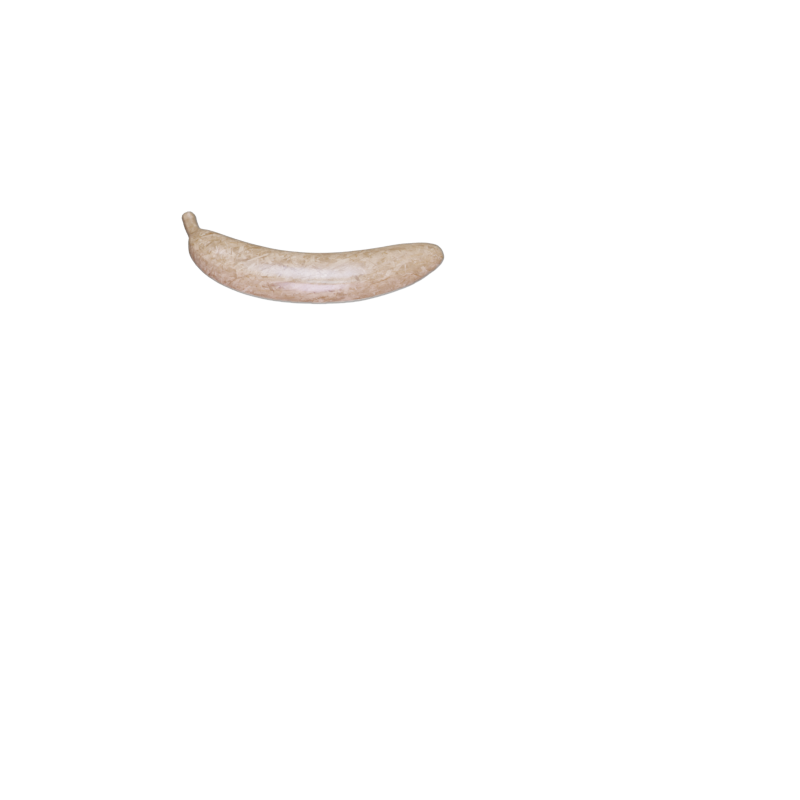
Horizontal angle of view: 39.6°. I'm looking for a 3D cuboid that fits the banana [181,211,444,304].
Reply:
[{"bbox_3d":[-0.070,-0.099,0.796,0.200,0.073,0.034,10,-31,6],"label":"banana"}]
